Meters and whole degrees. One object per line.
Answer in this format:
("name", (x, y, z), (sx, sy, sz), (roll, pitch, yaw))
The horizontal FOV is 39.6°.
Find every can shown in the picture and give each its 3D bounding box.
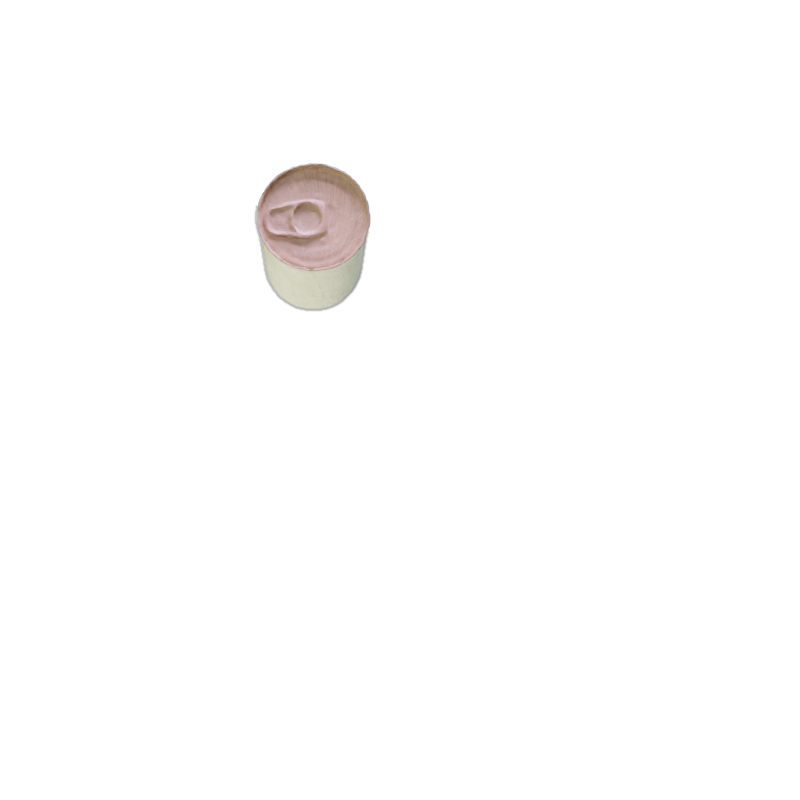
("can", (-0.055, -0.101, 0.705), (0.068, 0.071, 0.099), (0, -12, -3))
